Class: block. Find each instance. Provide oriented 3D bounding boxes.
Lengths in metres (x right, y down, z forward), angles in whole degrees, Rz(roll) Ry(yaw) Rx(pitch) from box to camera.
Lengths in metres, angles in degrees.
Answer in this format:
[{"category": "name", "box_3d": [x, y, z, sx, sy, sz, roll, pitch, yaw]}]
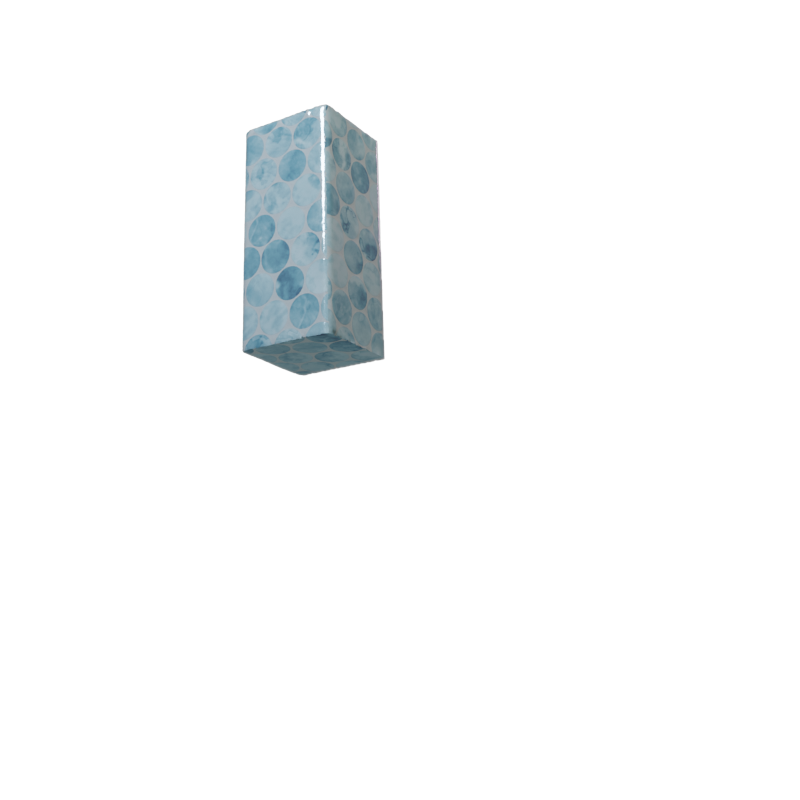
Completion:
[{"category": "block", "box_3d": [-0.076, -0.138, 0.963, 0.092, 0.217, 0.084, -14, -24, 30]}]
